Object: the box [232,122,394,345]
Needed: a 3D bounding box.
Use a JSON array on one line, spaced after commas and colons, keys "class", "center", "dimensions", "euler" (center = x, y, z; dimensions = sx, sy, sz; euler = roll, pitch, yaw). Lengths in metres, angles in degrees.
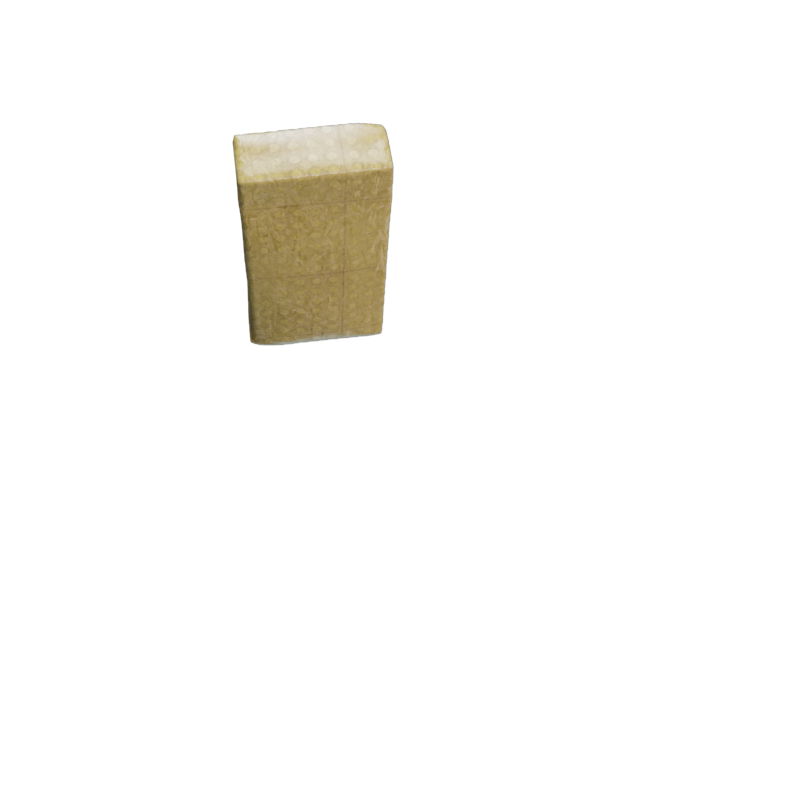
[{"class": "box", "center": [-0.056, -0.102, 0.711], "dimensions": [0.093, 0.052, 0.165], "euler": [-5, -34, -7]}]
